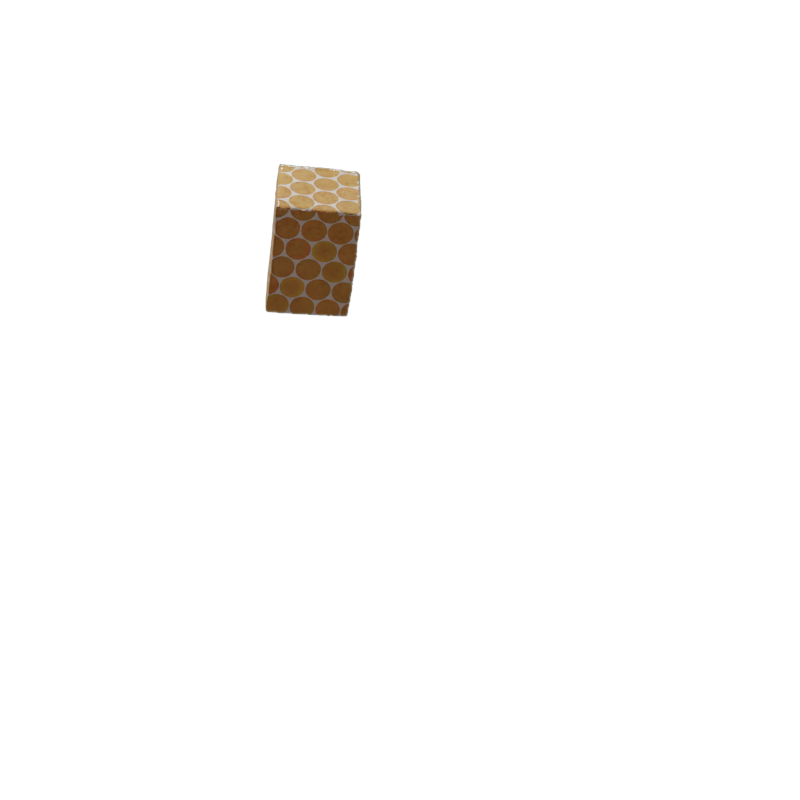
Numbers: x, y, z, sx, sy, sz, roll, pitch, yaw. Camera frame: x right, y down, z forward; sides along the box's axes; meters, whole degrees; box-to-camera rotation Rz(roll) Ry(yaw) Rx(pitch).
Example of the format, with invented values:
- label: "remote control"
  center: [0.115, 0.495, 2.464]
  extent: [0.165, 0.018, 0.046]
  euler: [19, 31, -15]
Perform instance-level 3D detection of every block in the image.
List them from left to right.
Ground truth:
- label: "block"
  center: [-0.054, -0.098, 0.686]
  extent: [0.052, 0.073, 0.055]
  euler: [6, 35, -6]
